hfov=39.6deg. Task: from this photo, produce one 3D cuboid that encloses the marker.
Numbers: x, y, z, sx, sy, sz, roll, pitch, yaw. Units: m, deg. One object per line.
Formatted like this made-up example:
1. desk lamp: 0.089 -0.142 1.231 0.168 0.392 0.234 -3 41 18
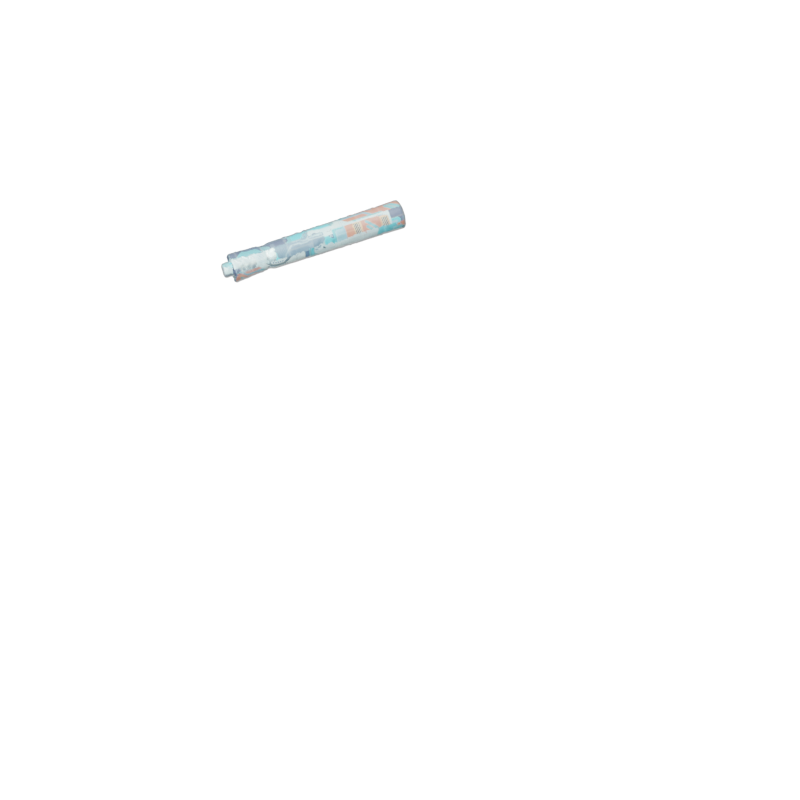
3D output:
1. marker: -0.055 -0.100 0.702 0.120 0.019 0.020 -20 9 -12
